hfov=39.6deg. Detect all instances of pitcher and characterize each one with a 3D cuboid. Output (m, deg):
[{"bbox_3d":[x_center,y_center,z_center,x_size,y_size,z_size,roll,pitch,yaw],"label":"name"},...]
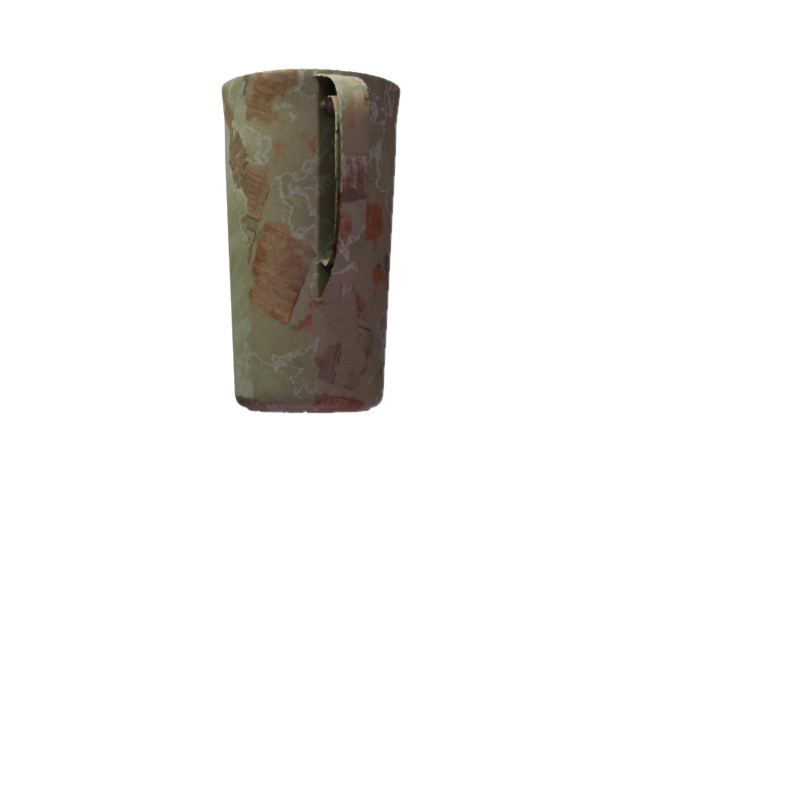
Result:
[{"bbox_3d":[-0.063,-0.115,0.803,0.149,0.246,0.143,-2,-4,25],"label":"pitcher"}]
